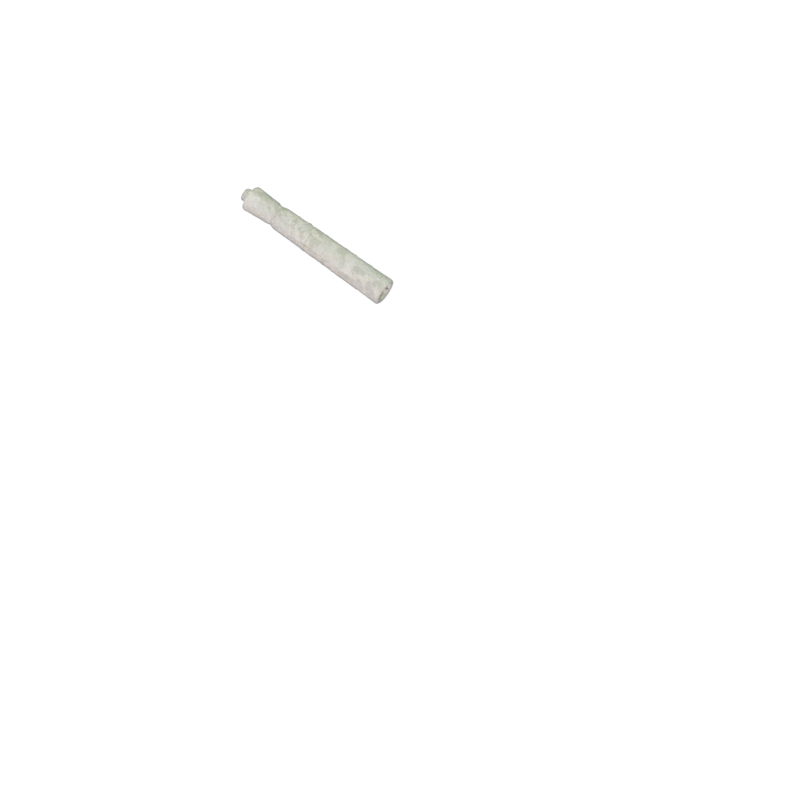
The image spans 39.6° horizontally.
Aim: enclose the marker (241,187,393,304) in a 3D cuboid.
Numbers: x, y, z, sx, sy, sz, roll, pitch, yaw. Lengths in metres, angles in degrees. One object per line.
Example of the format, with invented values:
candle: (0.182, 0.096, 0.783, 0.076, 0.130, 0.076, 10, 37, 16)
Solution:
marker: (-0.058, -0.105, 0.738, 0.126, 0.019, 0.019, 37, 15, 18)
